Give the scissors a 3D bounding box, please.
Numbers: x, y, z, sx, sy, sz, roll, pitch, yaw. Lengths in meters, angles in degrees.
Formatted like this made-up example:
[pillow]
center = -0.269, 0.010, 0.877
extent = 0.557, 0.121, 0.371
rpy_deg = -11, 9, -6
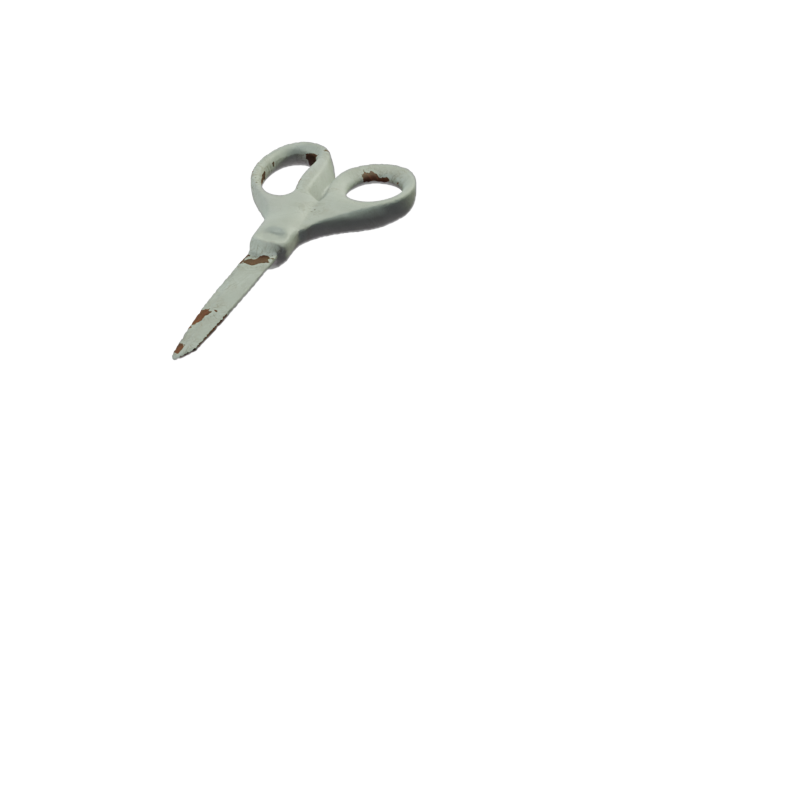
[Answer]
[scissors]
center = -0.042, -0.076, 0.531
extent = 0.097, 0.015, 0.214
rpy_deg = 1, 36, 2
